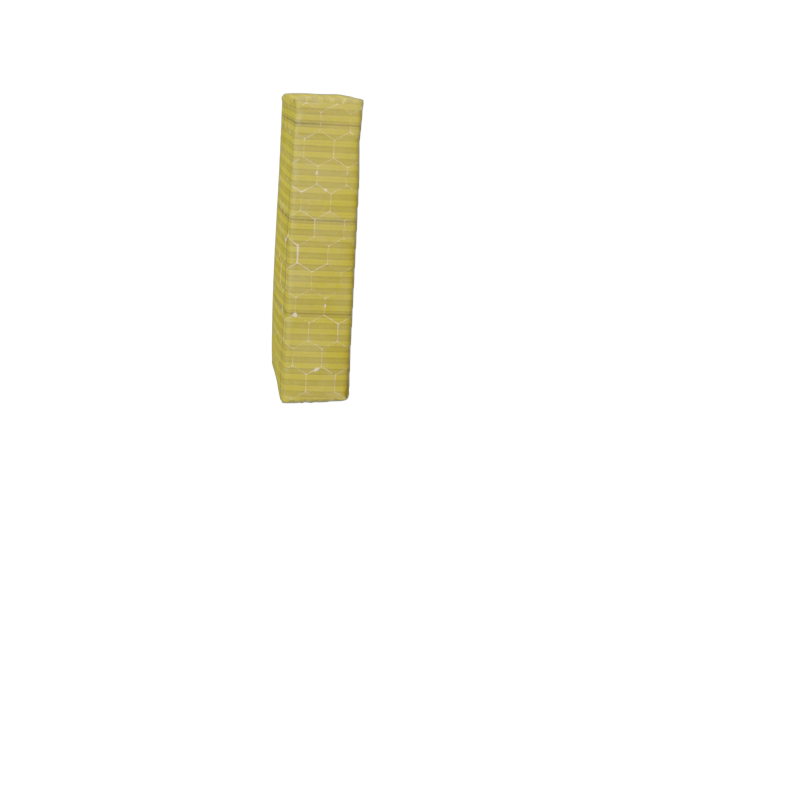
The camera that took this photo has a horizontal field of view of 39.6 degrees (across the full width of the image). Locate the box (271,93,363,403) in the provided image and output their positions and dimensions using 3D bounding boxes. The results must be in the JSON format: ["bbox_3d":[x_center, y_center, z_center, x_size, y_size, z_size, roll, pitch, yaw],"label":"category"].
[{"bbox_3d":[-0.053,-0.095,0.667,0.047,0.172,0.097,-1,11,-10],"label":"box"}]
